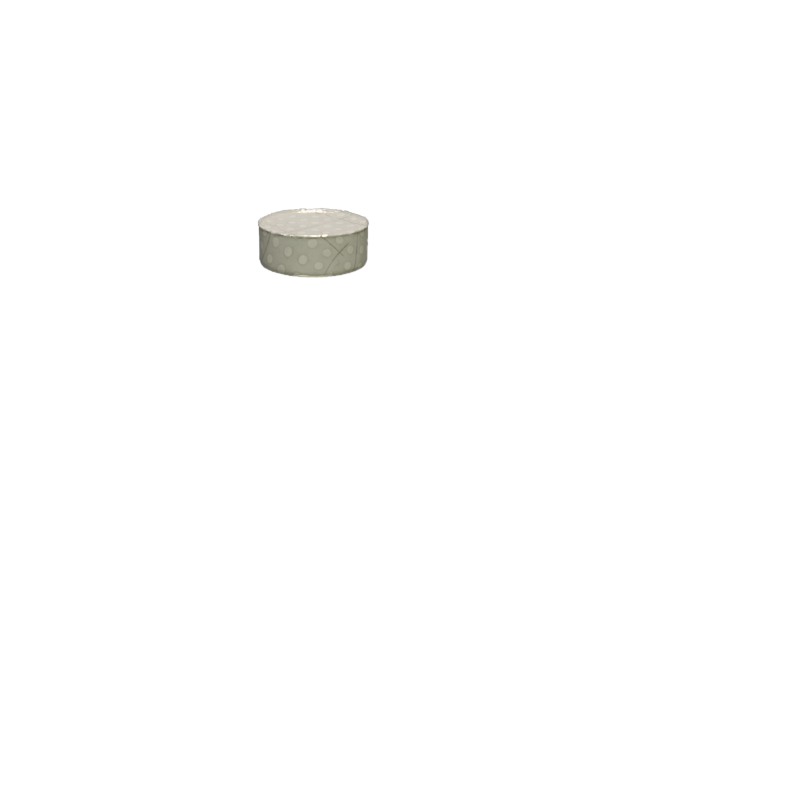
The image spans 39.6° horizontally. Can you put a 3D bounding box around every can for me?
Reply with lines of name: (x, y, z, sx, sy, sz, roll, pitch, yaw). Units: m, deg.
can: (-0.067, -0.123, 0.859, 0.086, 0.032, 0.090, -1, 22, -2)
